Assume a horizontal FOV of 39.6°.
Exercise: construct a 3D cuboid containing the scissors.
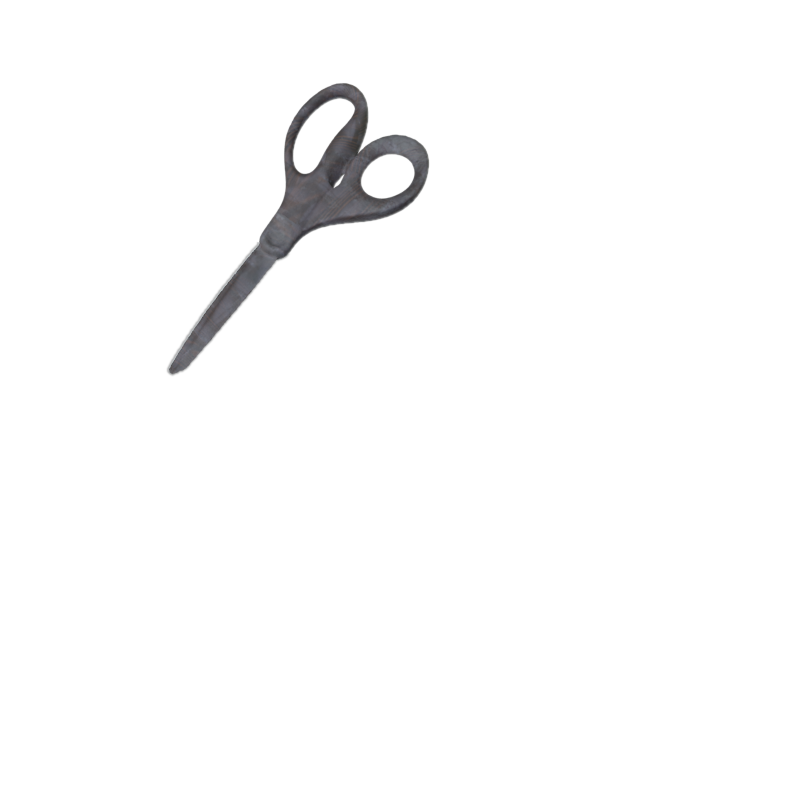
[{"bbox_3d":[-0.050,-0.091,0.637,0.097,0.208,0.015,18,-19,6],"label":"scissors"}]
